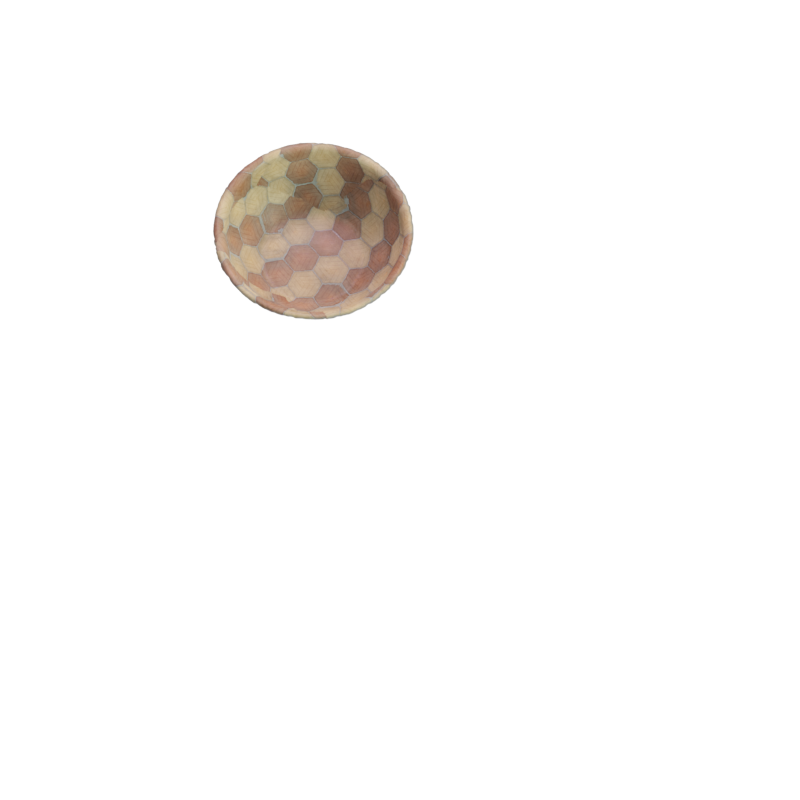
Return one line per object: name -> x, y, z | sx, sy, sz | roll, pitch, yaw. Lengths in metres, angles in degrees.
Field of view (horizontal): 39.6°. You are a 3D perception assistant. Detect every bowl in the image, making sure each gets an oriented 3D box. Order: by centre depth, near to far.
bowl -> -0.072, -0.131, 0.917 | 0.162, 0.172, 0.052 | -1, -25, -1
